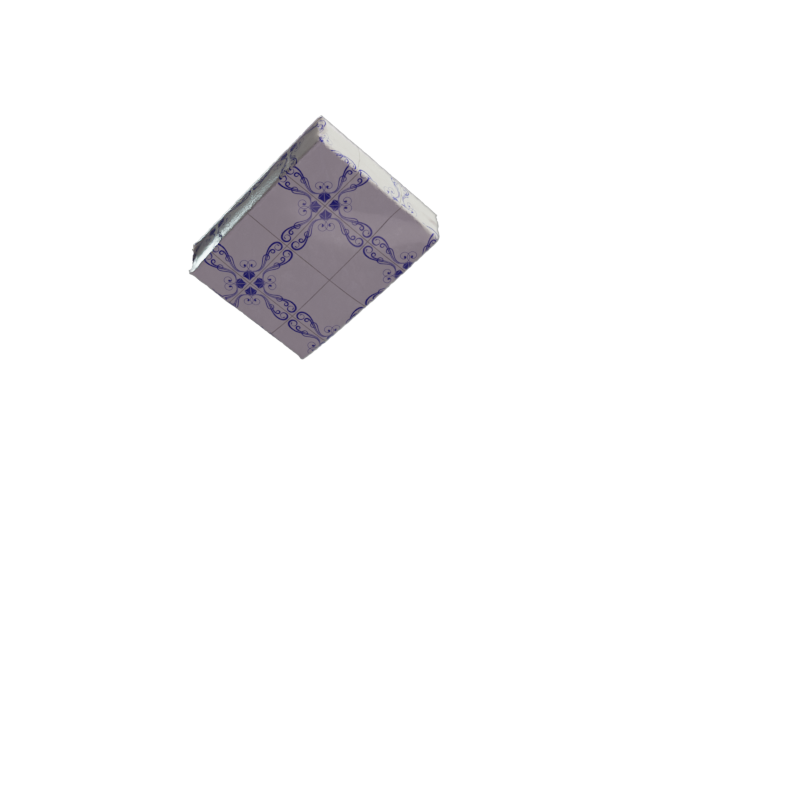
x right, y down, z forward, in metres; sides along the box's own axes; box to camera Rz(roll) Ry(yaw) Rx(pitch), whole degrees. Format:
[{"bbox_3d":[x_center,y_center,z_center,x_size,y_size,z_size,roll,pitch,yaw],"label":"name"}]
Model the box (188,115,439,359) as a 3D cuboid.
[{"bbox_3d":[-0.048,-0.088,0.618,0.086,0.112,0.041,40,21,-20],"label":"box"}]
